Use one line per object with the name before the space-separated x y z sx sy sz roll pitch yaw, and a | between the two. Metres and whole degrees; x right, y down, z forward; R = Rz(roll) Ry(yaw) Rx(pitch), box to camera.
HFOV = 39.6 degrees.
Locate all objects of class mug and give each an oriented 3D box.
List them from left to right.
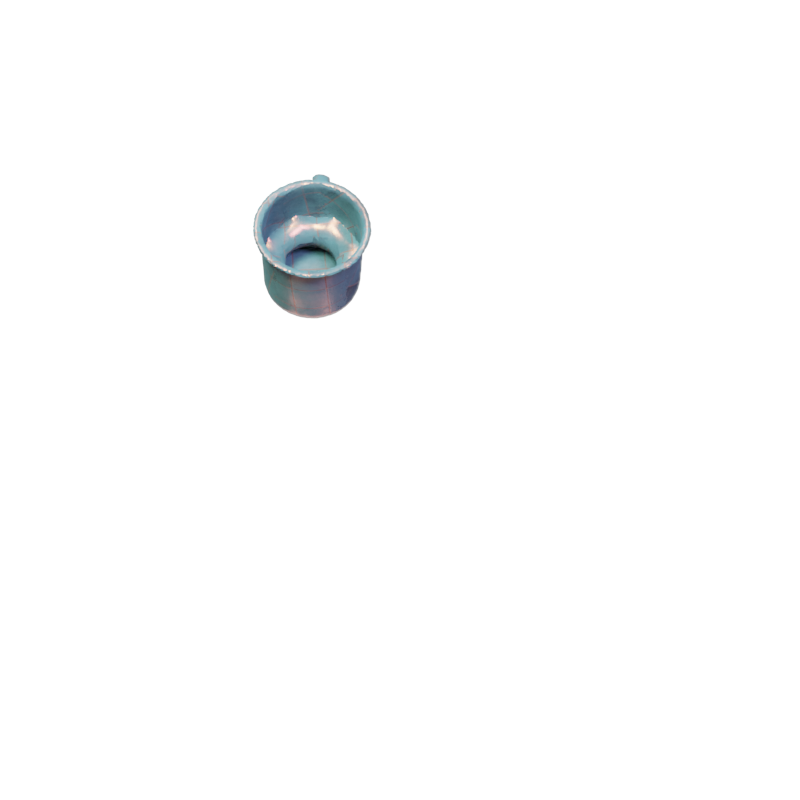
mug | -0.072 -0.131 0.914 0.093 0.124 0.077 3 -30 0
